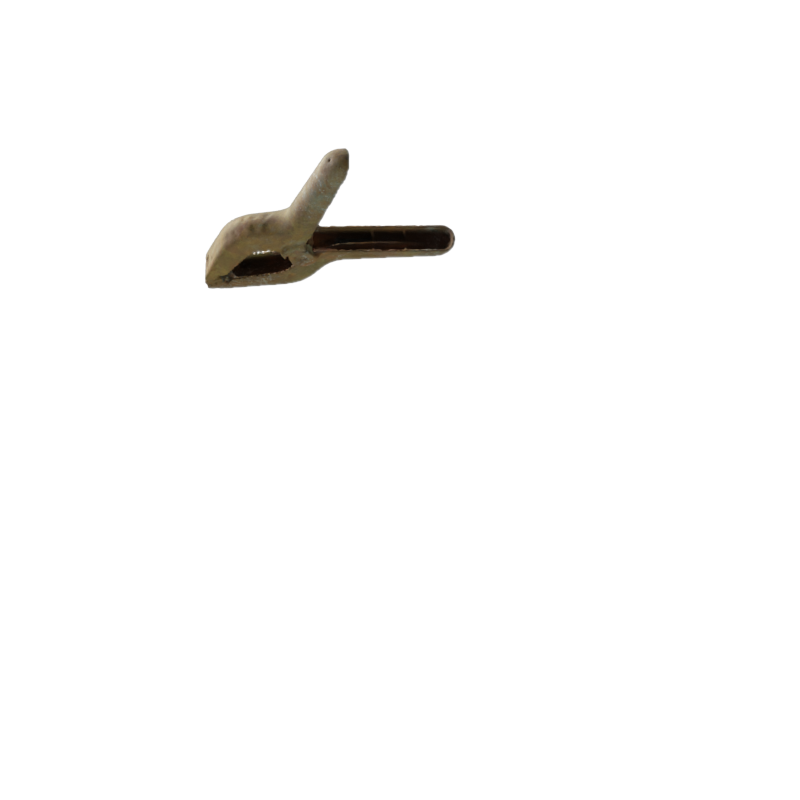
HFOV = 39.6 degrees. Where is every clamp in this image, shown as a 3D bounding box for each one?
[{"bbox_3d":[-0.071,-0.130,0.912,0.212,0.038,0.154,-19,-29,37],"label":"clamp"}]
